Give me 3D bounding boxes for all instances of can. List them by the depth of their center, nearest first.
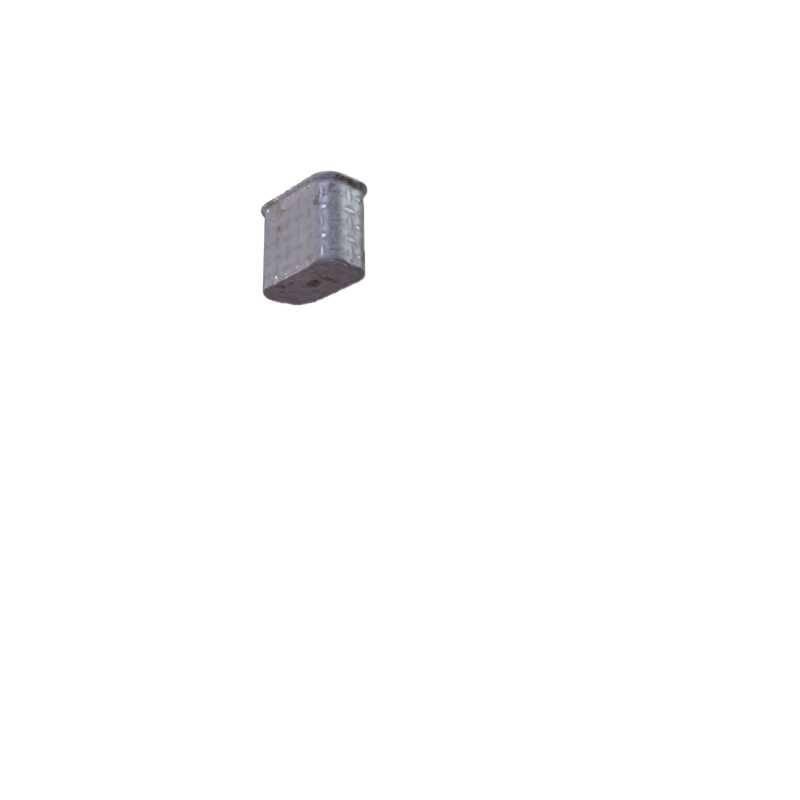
[{"bbox_3d":[-0.075,-0.136,0.952,0.054,0.088,0.102,20,-30,-39],"label":"can"}]
